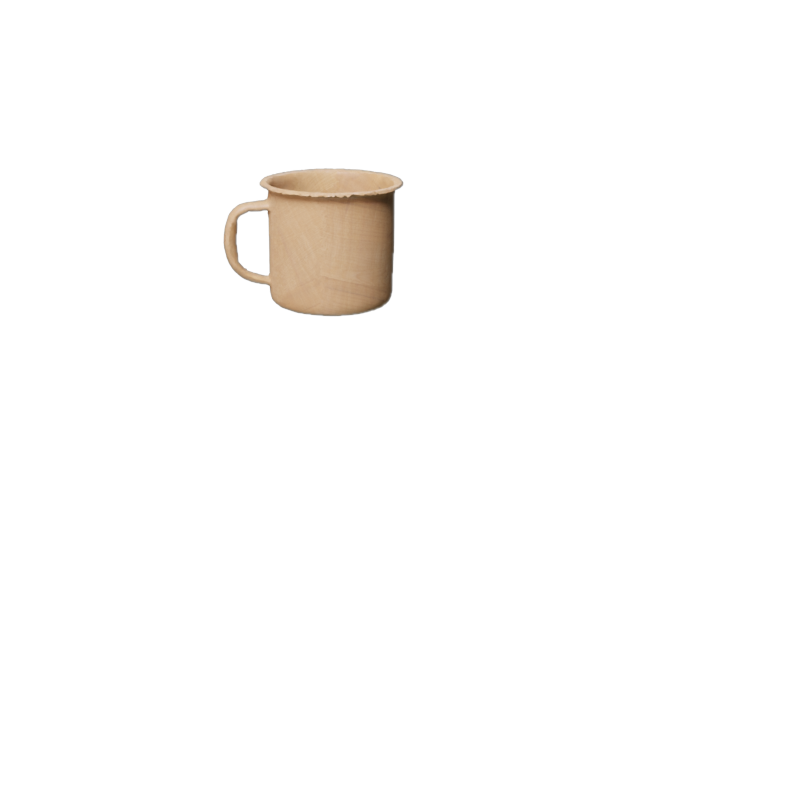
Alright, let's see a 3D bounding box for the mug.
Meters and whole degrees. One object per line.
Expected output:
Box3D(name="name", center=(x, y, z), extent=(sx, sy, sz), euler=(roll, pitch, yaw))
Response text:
Box3D(name="mug", center=(-0.057, -0.104, 0.725), extent=(0.116, 0.079, 0.098), euler=(-3, 18, -11))
